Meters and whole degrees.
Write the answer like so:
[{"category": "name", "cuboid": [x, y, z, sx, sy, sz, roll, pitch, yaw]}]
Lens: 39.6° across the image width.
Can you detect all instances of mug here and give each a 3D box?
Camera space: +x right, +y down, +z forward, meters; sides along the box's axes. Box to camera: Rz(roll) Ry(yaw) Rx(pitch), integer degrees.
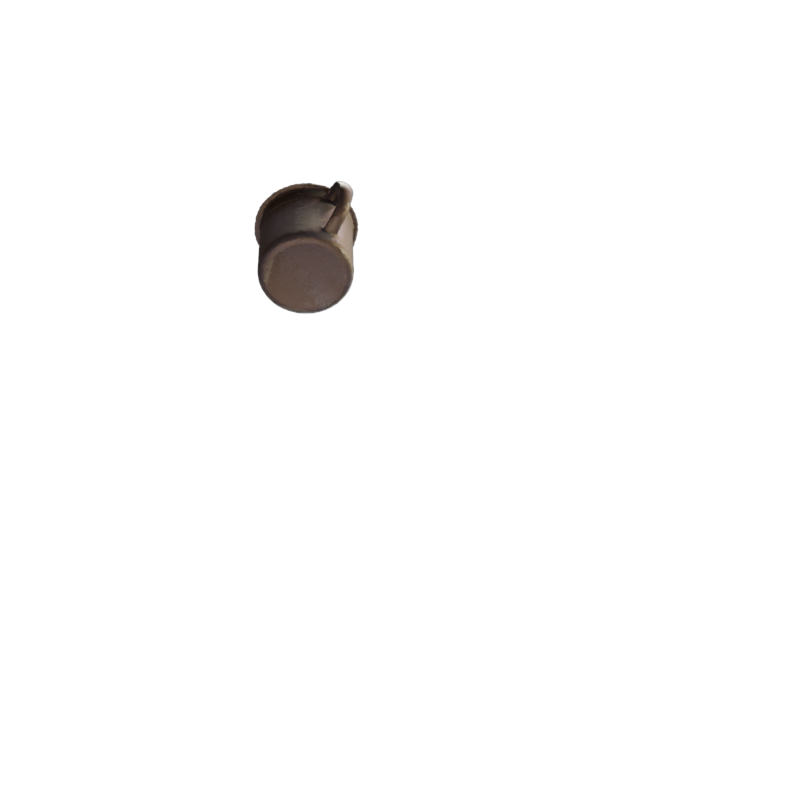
[{"category": "mug", "cuboid": [-0.075, -0.136, 0.955, 0.089, 0.114, 0.087, 29, 29, -20]}]
